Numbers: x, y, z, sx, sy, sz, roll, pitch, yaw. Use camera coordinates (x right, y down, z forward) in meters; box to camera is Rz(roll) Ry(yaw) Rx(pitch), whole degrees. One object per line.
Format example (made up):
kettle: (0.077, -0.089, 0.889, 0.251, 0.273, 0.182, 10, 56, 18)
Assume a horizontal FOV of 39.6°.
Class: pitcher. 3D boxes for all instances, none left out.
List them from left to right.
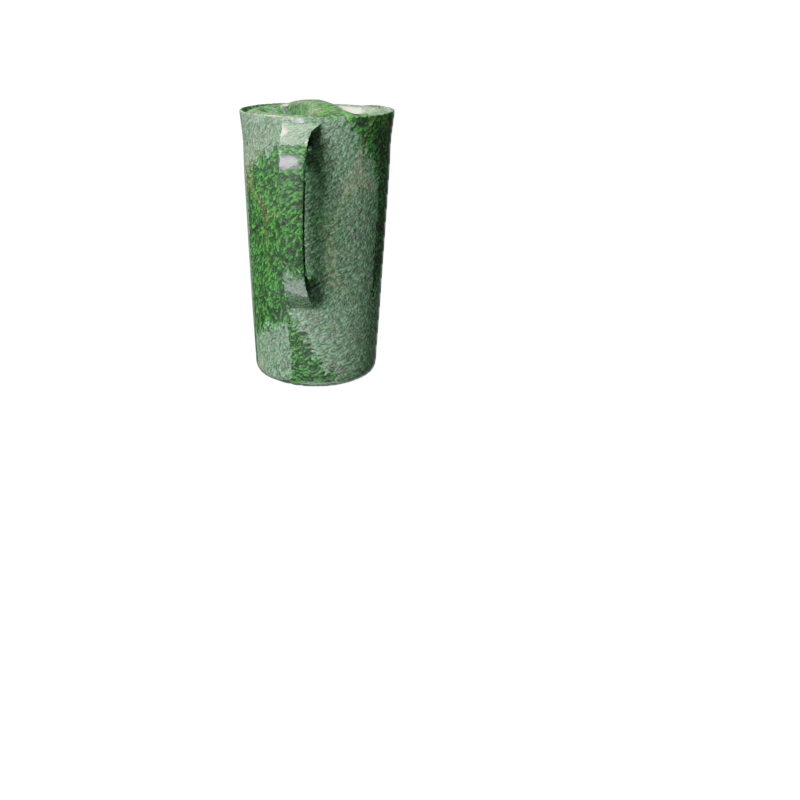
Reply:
pitcher: (-0.076, -0.138, 0.966, 0.145, 0.236, 0.153, -10, 18, -36)
